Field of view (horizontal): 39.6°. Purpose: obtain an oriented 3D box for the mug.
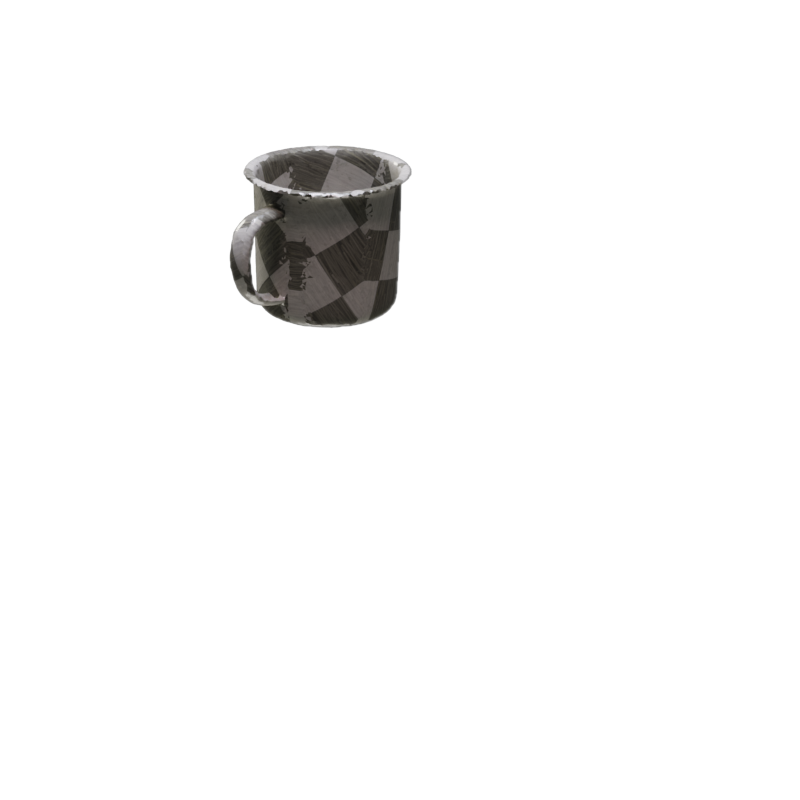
[{"bbox_3d":[-0.049,-0.089,0.620,0.099,0.077,0.117,19,31,34],"label":"mug"}]
